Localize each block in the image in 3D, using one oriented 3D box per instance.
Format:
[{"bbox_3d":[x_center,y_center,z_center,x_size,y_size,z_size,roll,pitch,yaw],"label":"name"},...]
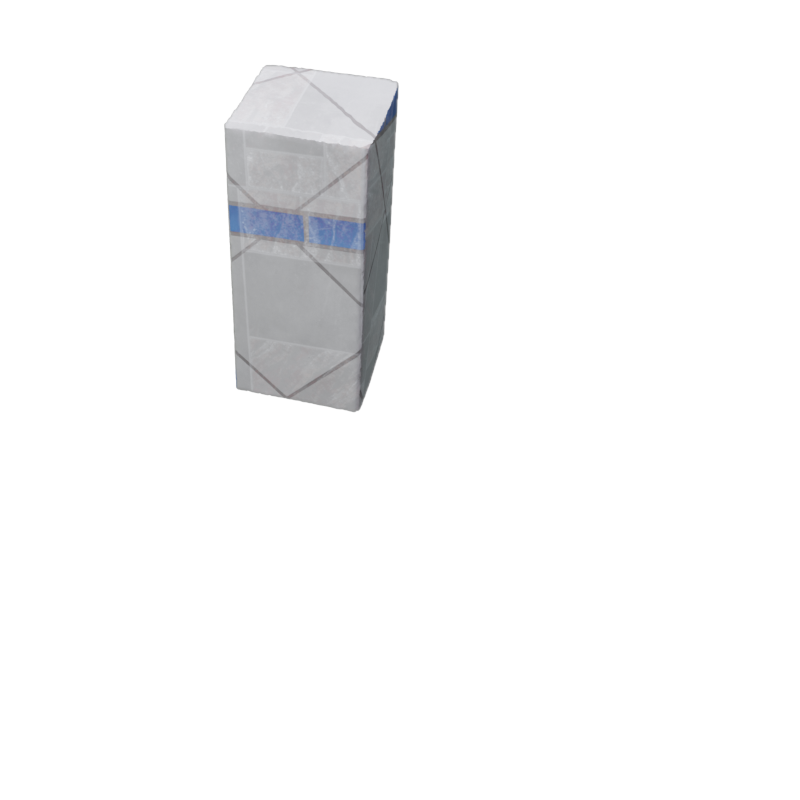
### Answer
[{"bbox_3d":[-0.057,-0.105,0.731,0.092,0.193,0.095,10,39,9],"label":"block"}]
